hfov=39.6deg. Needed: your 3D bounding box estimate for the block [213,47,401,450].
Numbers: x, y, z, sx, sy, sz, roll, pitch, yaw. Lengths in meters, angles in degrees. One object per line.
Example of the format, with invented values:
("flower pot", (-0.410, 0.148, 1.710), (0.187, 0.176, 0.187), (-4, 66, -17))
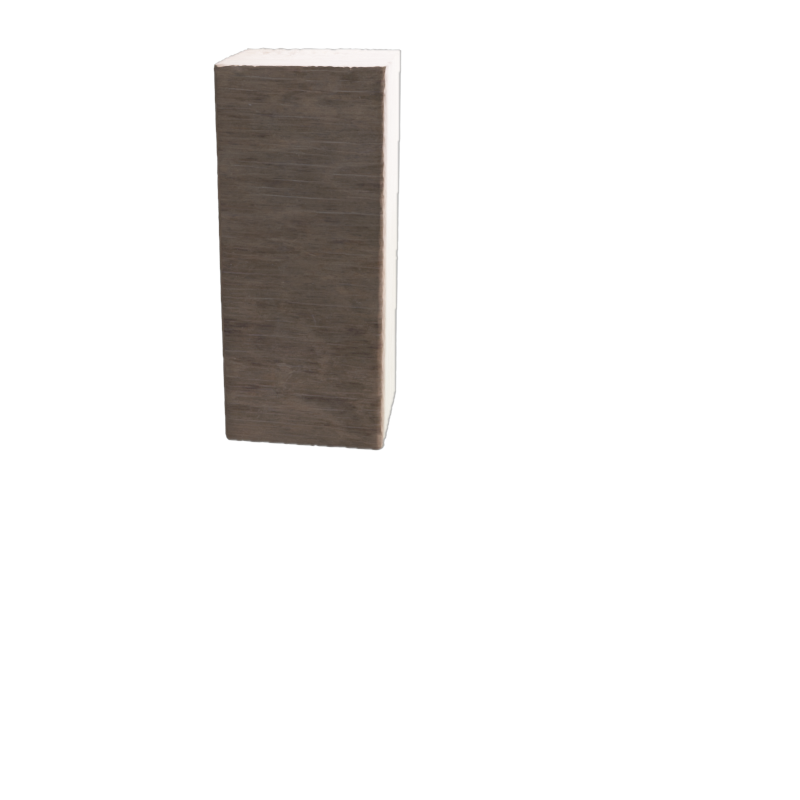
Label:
("block", (-0.049, -0.088, 0.617), (0.092, 0.198, 0.093), (3, 17, 6))
